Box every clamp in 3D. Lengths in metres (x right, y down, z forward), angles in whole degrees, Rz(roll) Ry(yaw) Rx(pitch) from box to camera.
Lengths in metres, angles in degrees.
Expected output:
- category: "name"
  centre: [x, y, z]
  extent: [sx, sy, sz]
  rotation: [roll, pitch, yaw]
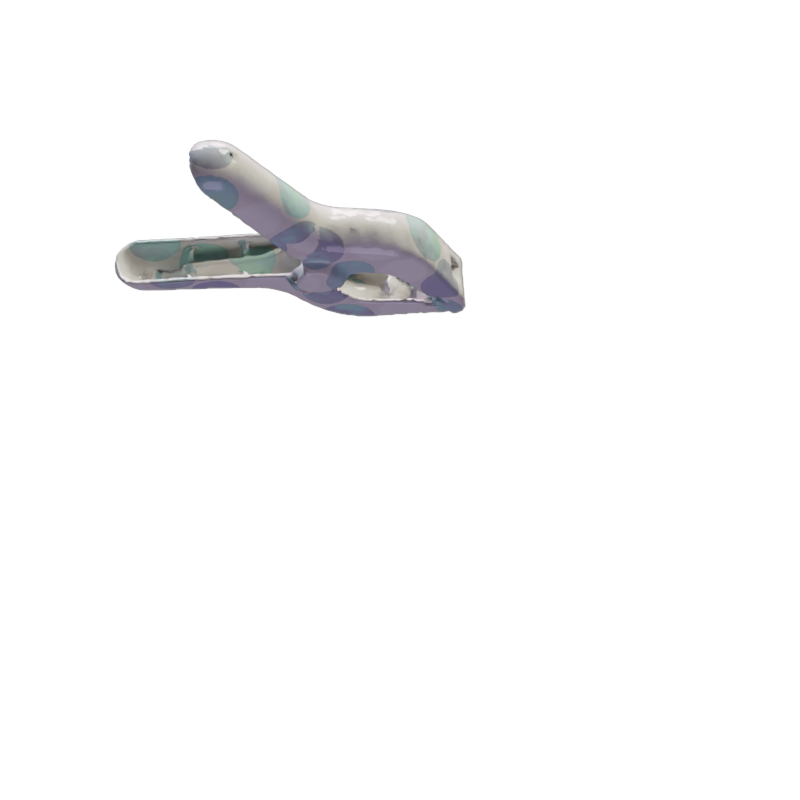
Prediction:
- category: "clamp"
  centre: [-0.041, -0.074, 0.519]
  extent: [0.167, 0.041, 0.118]
  rotation: [5, -16, -17]
